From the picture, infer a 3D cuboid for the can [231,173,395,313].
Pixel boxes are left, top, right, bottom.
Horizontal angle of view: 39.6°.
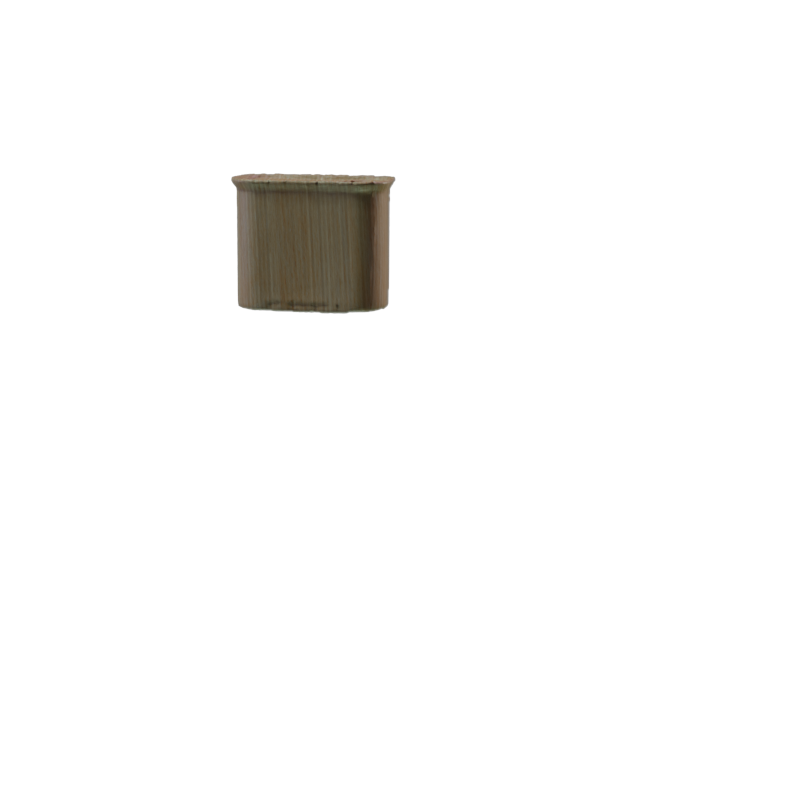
[{"bbox_3d":[-0.056,-0.102,0.711,0.104,0.082,0.058,3,10,12],"label":"can"}]
